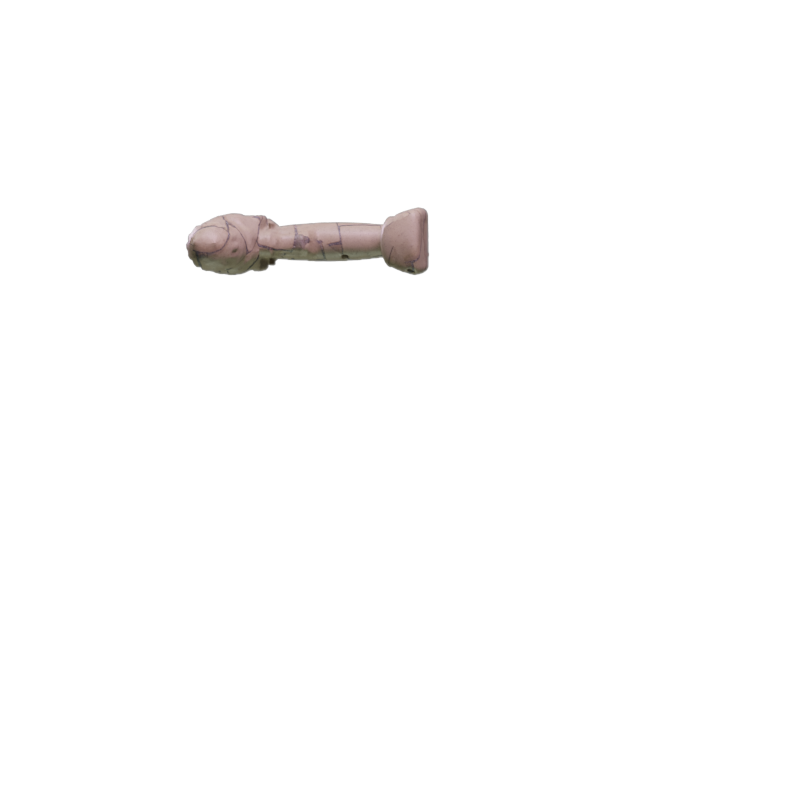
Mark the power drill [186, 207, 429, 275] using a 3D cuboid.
[{"bbox_3d":[-0.073,-0.134,0.938,0.190,0.056,0.185,2,11,10],"label":"power drill"}]
